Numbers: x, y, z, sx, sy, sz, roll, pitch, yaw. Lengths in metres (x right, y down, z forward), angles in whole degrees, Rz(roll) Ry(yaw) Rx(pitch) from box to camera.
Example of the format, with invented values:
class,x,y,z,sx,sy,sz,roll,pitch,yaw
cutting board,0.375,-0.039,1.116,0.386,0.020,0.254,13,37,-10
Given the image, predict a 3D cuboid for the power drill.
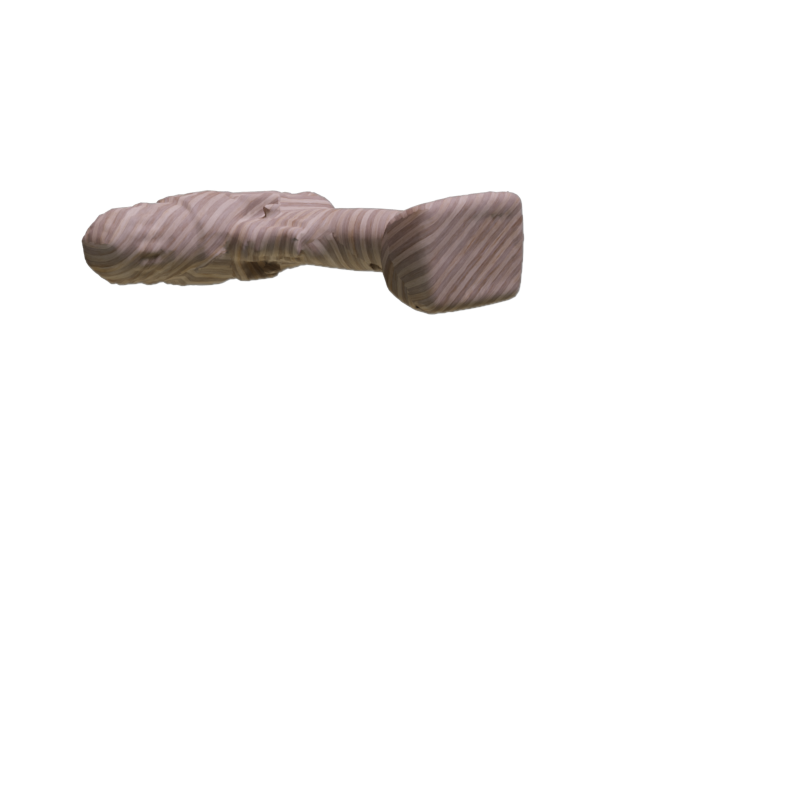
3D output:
class,x,y,z,sx,sy,sz,roll,pitch,yaw
power drill,-0.045,-0.083,0.581,0.196,0.056,0.181,11,18,35
